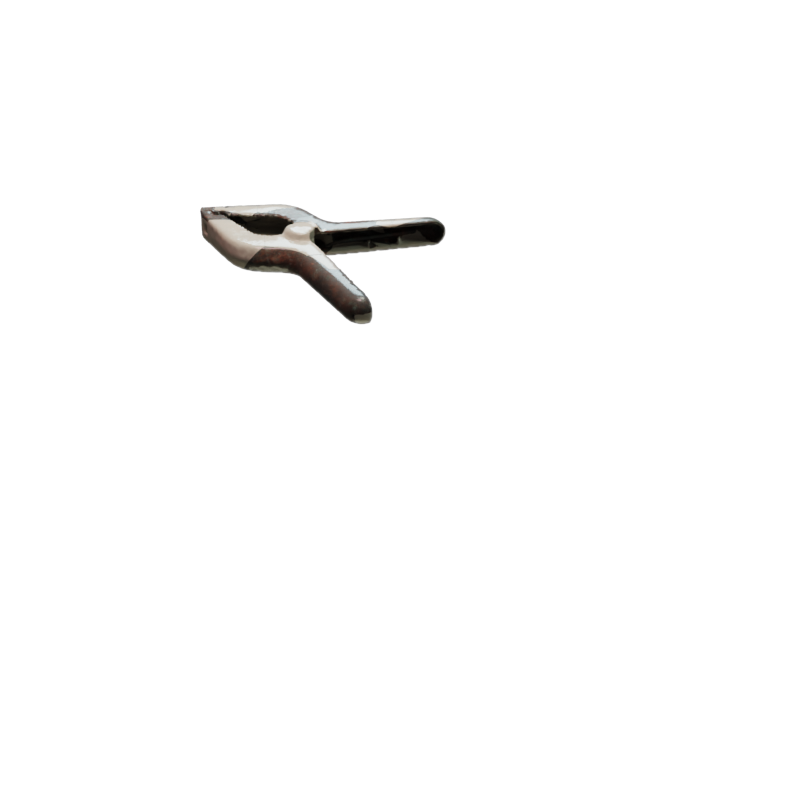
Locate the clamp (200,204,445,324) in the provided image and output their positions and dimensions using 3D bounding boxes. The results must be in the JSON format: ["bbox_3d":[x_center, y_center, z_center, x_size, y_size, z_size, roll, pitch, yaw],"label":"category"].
[{"bbox_3d":[-0.075,-0.137,0.957,0.221,0.034,0.166,20,38,27],"label":"clamp"}]
